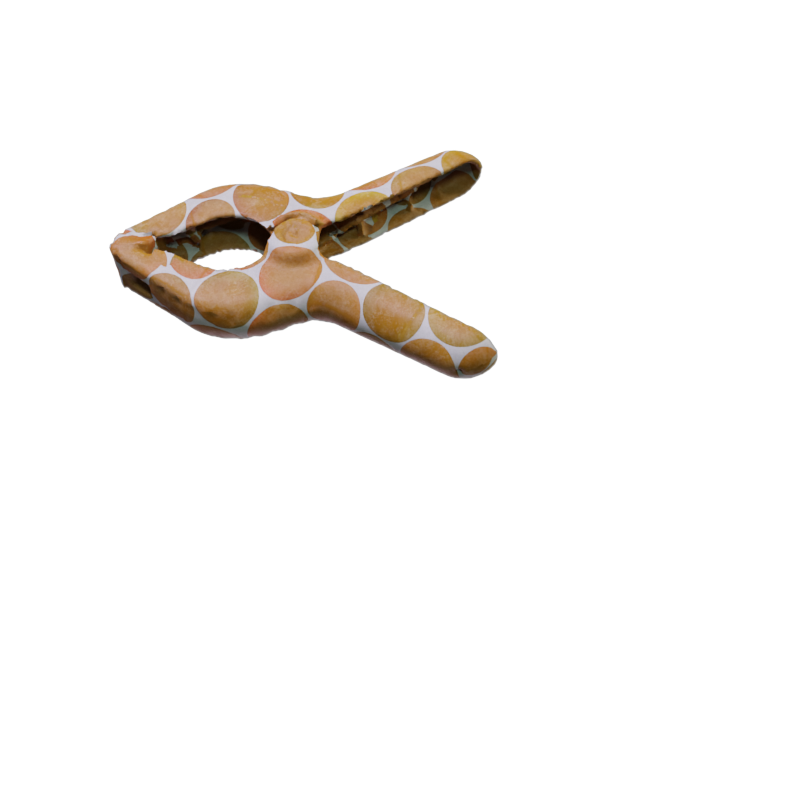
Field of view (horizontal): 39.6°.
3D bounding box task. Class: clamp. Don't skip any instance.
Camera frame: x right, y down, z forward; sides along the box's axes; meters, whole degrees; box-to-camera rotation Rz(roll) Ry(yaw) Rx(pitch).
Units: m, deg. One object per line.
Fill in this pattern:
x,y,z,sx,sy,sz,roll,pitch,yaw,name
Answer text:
-0.039,-0.071,0.495,0.173,0.127,0.036,8,-42,7,clamp
